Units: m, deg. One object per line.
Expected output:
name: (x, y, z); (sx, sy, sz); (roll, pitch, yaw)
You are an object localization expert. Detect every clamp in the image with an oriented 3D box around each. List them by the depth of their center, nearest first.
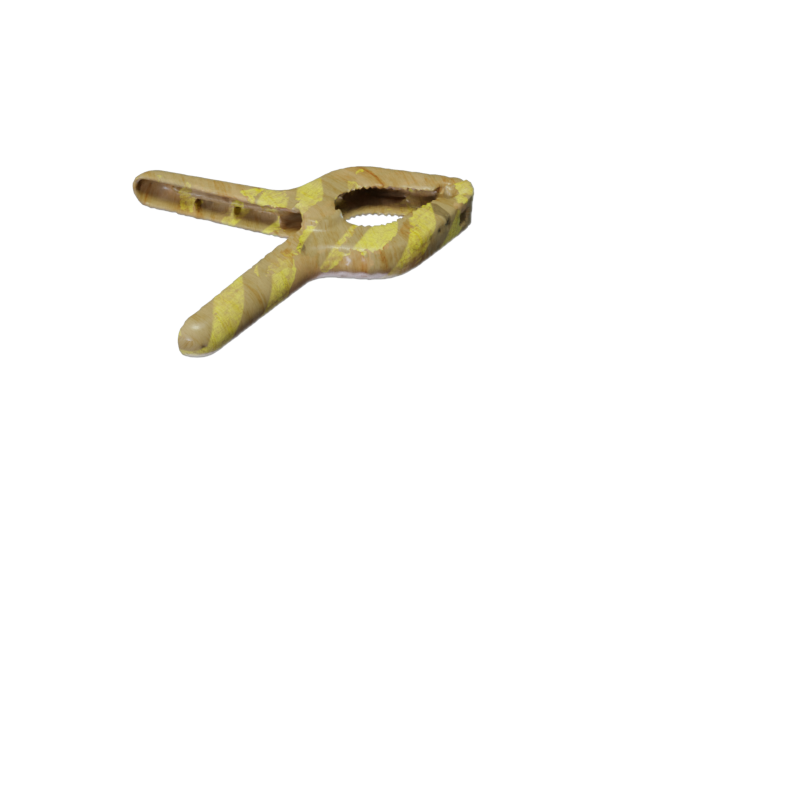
clamp: (-0.052, -0.095, 0.668); (0.208, 0.034, 0.178); (-8, 44, -8)
